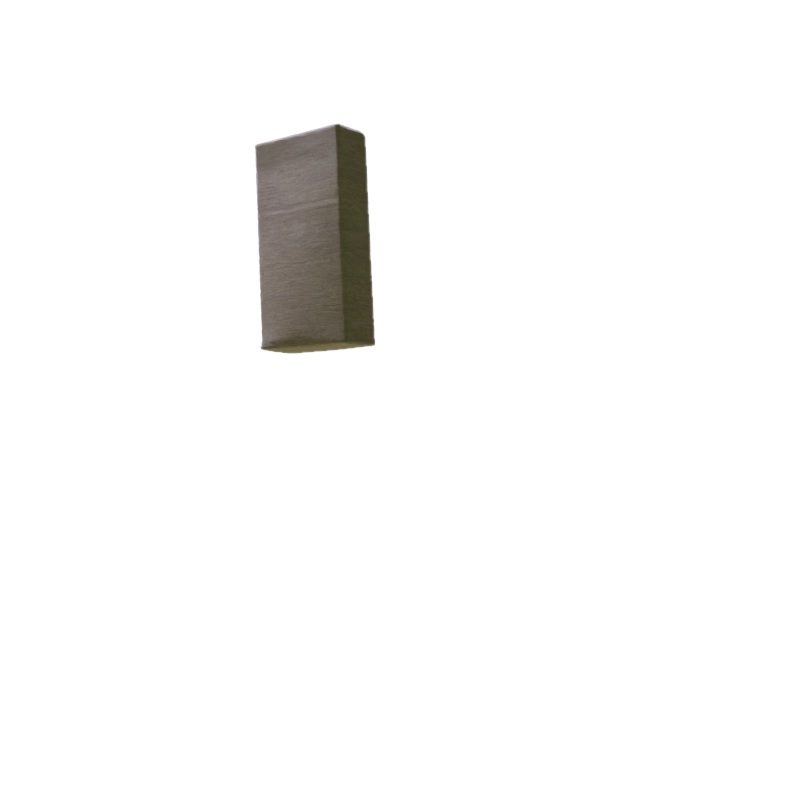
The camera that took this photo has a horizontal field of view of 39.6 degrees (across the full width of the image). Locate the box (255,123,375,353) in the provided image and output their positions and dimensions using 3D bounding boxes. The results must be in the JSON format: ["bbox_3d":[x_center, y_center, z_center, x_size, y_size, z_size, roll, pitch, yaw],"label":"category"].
[{"bbox_3d":[-0.071,-0.129,0.906,0.096,0.181,0.045,-8,-13,37],"label":"box"}]
